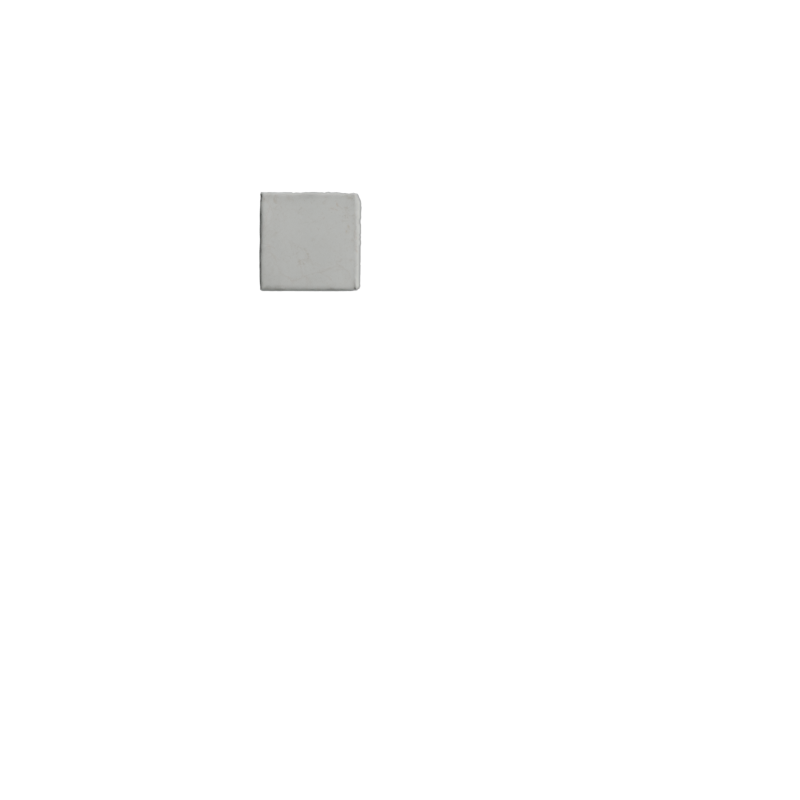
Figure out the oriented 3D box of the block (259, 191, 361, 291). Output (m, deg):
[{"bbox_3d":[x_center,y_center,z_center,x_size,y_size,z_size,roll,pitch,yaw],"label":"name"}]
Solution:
[{"bbox_3d":[-0.047,-0.086,0.605,0.053,0.051,0.078,0,5,-1],"label":"block"}]
